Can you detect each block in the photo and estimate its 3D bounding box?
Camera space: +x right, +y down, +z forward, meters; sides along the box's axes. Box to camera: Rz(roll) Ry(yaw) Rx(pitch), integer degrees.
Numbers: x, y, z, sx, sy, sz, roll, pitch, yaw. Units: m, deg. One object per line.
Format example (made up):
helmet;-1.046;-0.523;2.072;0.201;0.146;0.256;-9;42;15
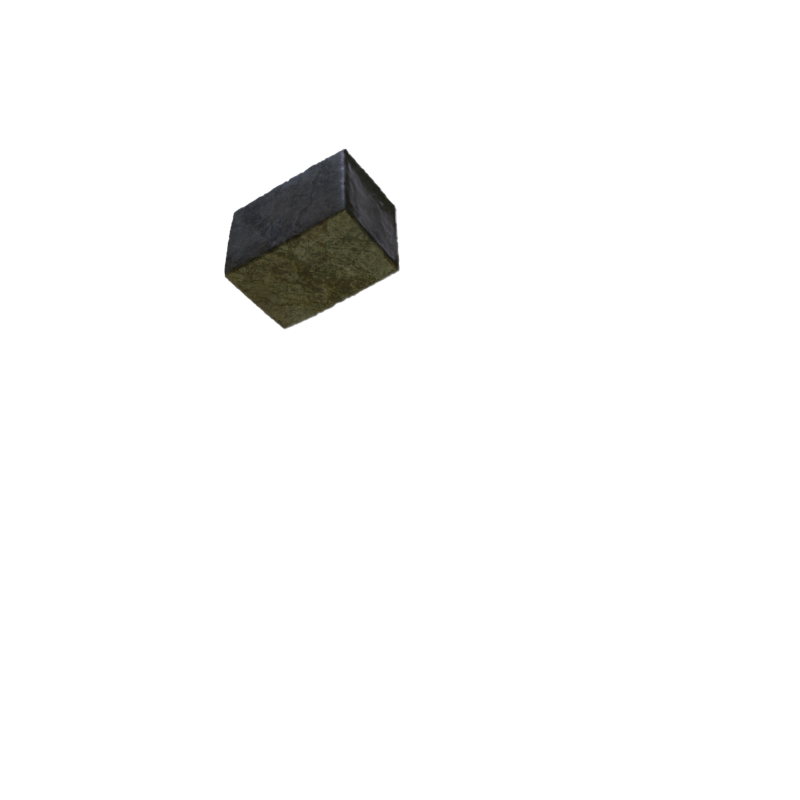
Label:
block;-0.046;-0.084;0.589;0.078;0.055;0.049;-26;-49;22
